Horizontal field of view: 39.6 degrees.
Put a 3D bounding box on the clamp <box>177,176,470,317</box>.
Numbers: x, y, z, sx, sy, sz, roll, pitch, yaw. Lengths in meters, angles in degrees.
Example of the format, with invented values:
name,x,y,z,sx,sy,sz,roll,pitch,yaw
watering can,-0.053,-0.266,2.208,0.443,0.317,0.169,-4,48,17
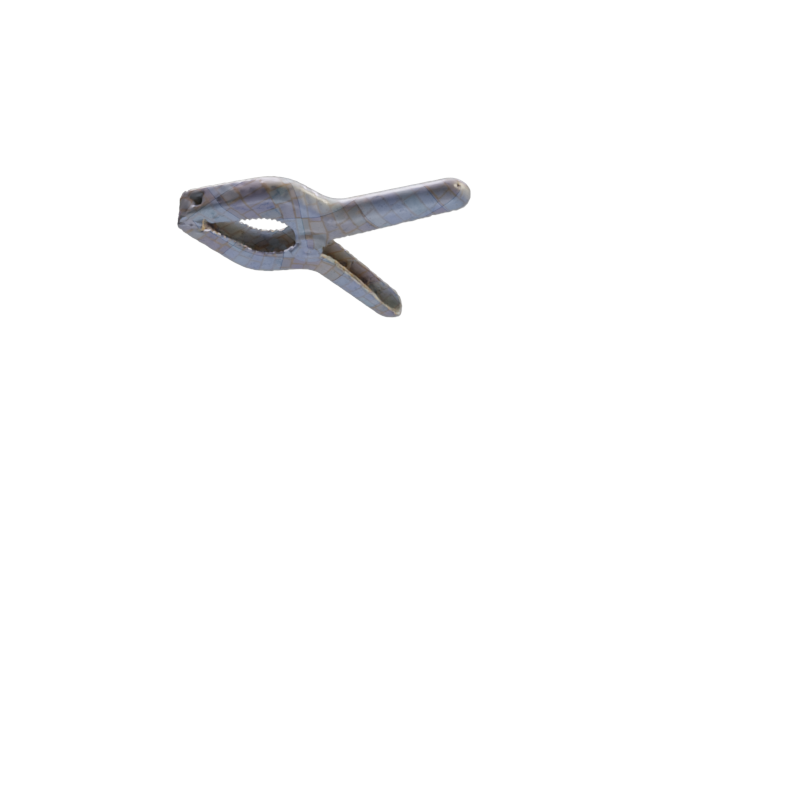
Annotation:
name,x,y,z,sx,sy,sz,roll,pitch,yaw
clamp,-0.067,-0.122,0.856,0.207,0.039,0.155,6,-35,-8
